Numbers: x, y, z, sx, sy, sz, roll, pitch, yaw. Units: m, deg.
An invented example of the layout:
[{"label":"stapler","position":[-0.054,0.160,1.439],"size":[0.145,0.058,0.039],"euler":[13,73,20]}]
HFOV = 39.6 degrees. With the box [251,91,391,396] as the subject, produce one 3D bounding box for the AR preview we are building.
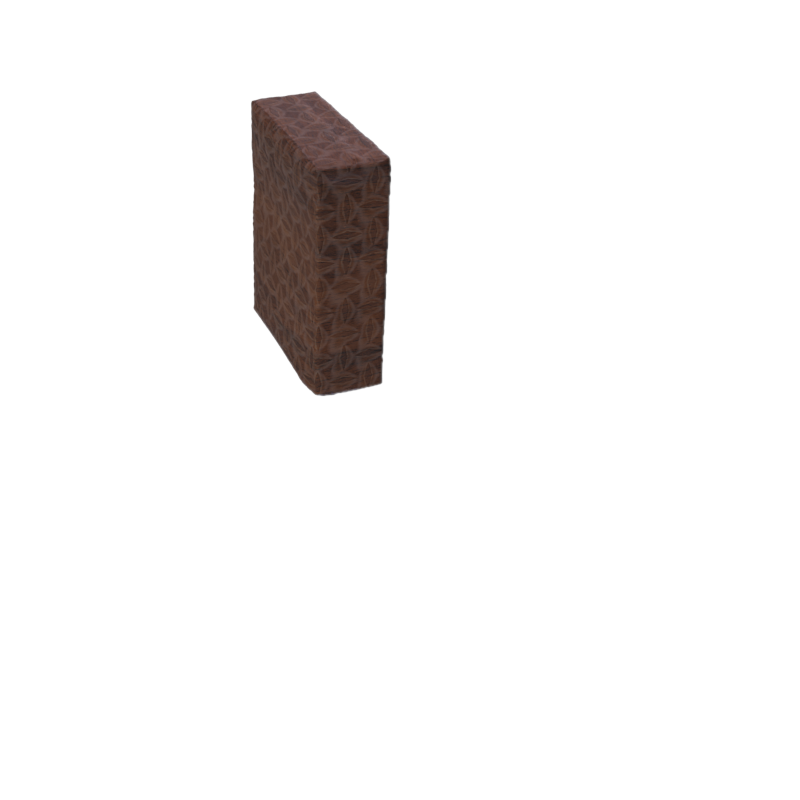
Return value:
[{"label":"box","position":[-0.075,-0.136,0.956],"size":[0.071,0.201,0.177],"euler":[-11,33,-21]}]
